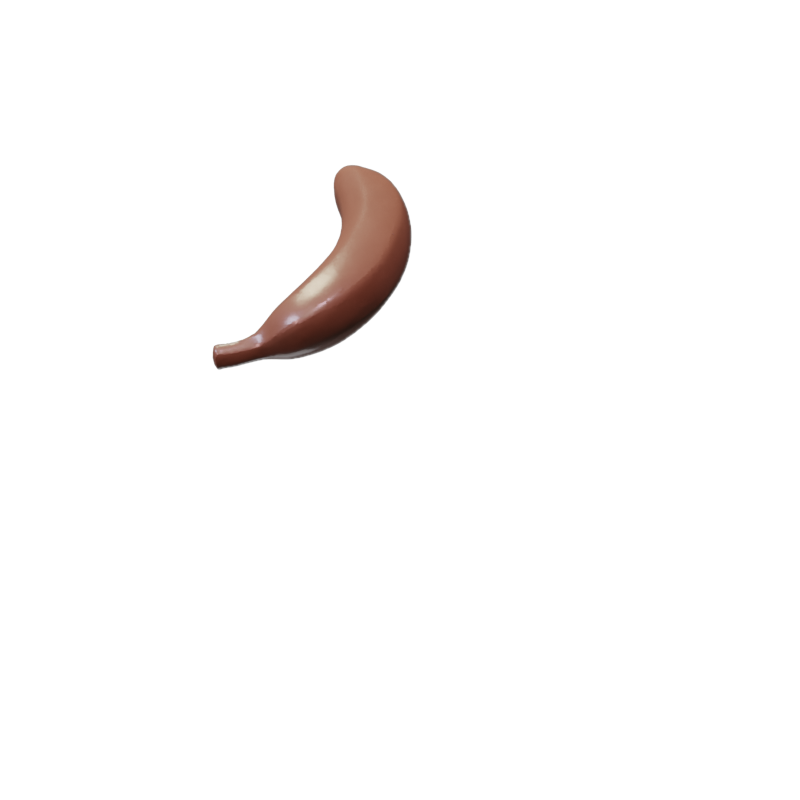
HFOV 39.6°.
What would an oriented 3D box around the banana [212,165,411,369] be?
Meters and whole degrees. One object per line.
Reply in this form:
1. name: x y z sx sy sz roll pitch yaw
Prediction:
1. banana: -0.029 -0.077 0.573 0.071 0.034 0.206 9 36 13
